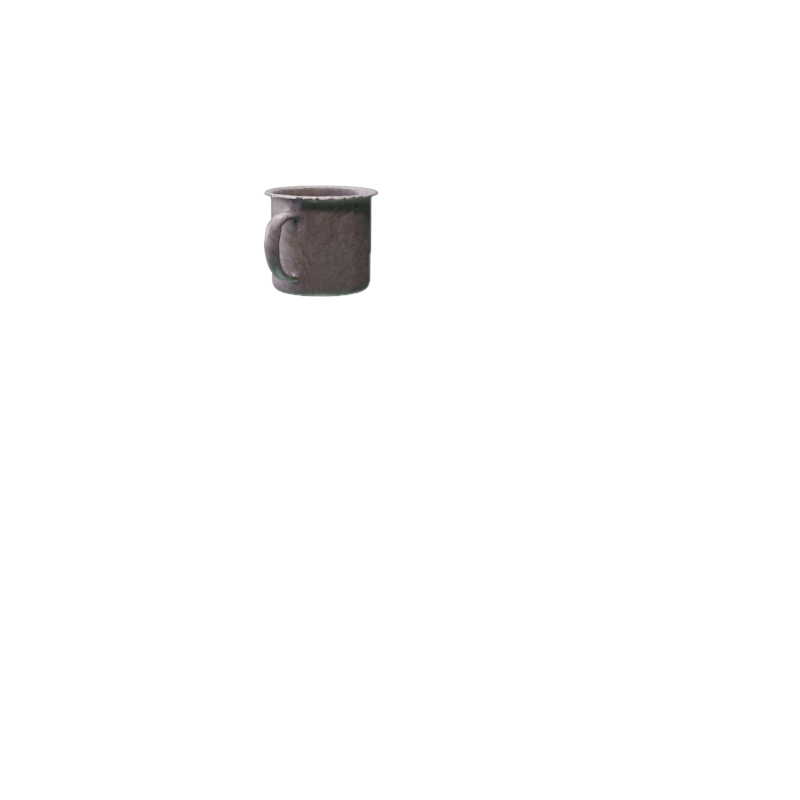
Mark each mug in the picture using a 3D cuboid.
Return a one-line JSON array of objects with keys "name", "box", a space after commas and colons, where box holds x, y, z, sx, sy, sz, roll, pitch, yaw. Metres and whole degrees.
[{"name": "mug", "box": [-0.071, -0.129, 0.901, 0.097, 0.079, 0.116, 8, 16, 29]}]
